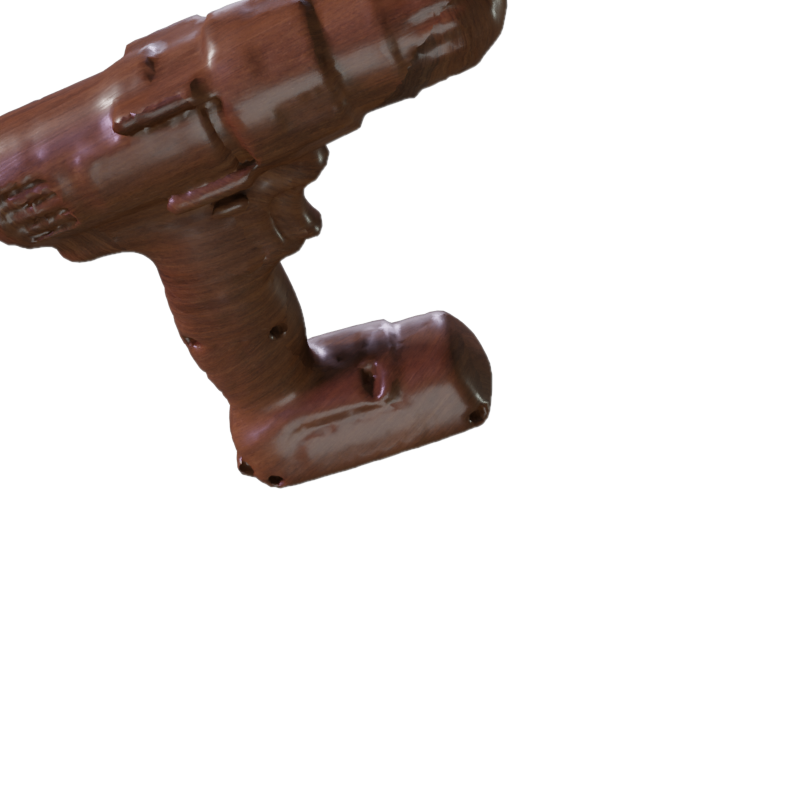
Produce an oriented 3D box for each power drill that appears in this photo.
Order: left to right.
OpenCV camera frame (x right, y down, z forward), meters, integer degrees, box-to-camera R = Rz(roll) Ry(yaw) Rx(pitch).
[{"bbox_3d":[-0.031,-0.056,0.393,0.186,0.062,0.173,-17,-49,15],"label":"power drill"}]
